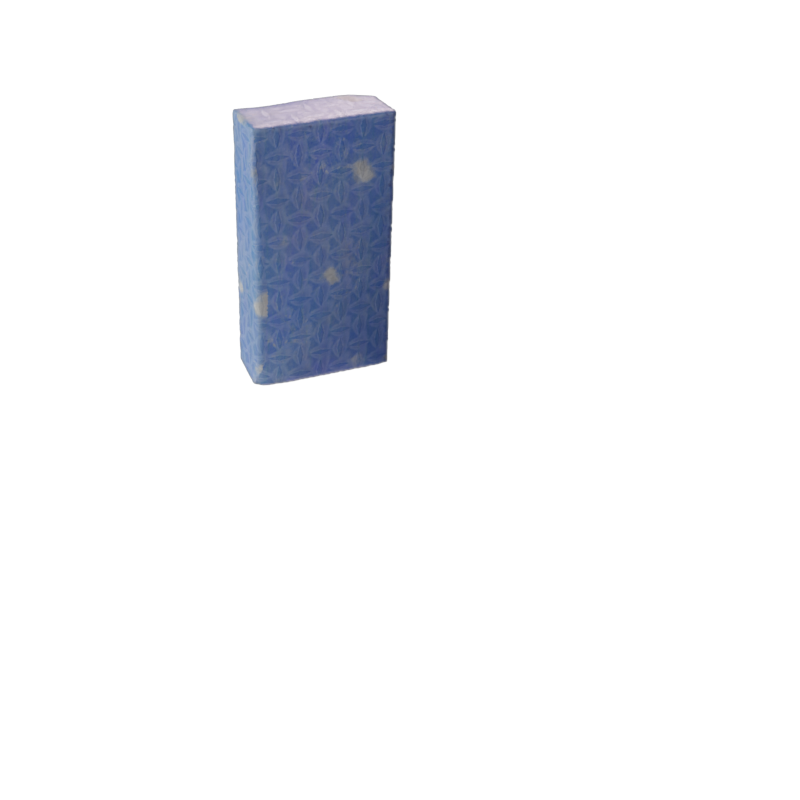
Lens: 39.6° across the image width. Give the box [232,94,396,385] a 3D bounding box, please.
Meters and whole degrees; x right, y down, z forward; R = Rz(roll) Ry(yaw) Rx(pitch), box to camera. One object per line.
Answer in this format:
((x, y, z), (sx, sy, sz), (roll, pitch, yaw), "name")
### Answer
((-0.054, -0.099, 0.692), (0.092, 0.167, 0.052), (-9, 28, -21), "box")
